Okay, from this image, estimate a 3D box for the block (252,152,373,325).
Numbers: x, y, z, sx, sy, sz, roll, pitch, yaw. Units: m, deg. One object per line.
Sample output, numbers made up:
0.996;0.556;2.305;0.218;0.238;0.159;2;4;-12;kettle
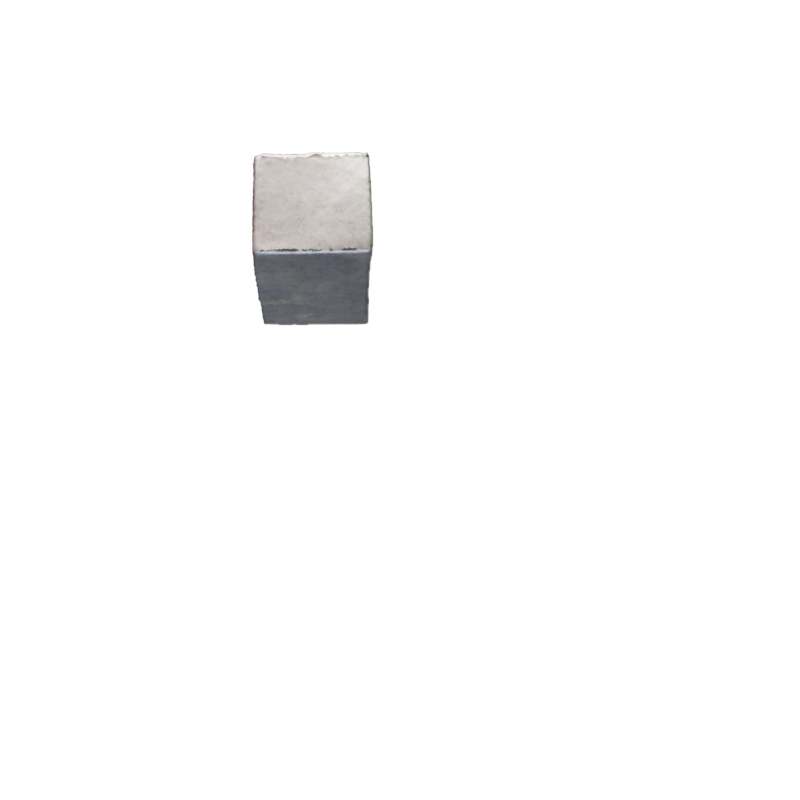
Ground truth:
-0.040;-0.073;0.512;0.053;0.054;0.074;0;-23;-2;block
